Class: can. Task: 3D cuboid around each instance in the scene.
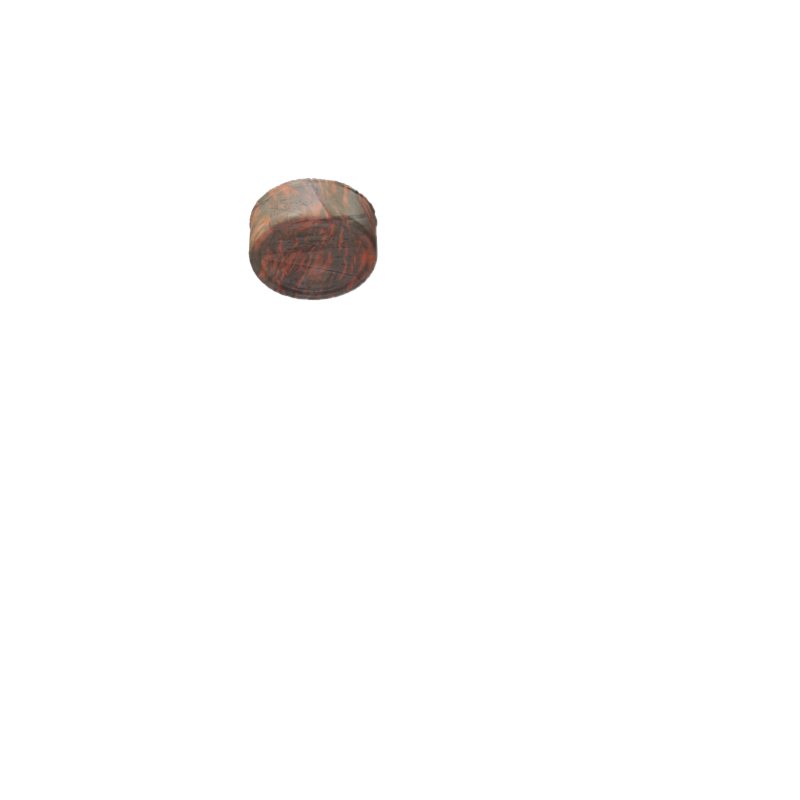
[{"bbox_3d":[-0.057,-0.104,0.732,0.086,0.036,0.080,1,-38,-2],"label":"can"}]
